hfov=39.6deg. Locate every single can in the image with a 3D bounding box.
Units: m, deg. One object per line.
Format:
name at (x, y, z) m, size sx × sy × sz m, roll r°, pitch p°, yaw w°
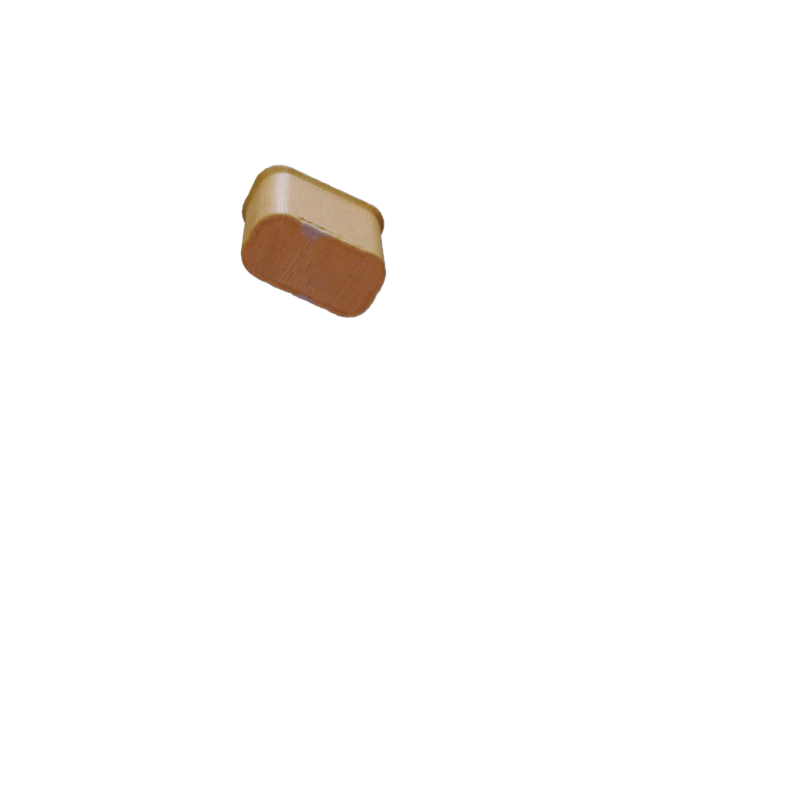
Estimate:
can at (-0.060, -0.110, 0.770) m, size 0.099 × 0.056 × 0.089 m, roll 23°, pitch 26°, yaw -14°
